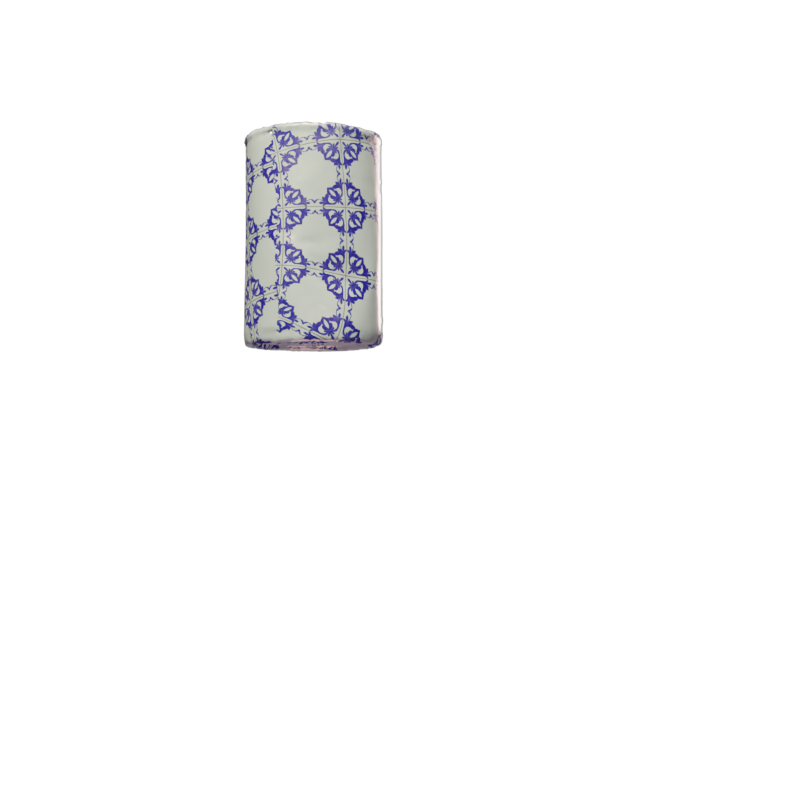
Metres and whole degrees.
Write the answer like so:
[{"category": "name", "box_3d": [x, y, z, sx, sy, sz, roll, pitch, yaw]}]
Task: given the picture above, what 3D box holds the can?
[{"category": "can", "box_3d": [-0.042, -0.077, 0.537, 0.068, 0.104, 0.067, 0, -7, -2]}]
